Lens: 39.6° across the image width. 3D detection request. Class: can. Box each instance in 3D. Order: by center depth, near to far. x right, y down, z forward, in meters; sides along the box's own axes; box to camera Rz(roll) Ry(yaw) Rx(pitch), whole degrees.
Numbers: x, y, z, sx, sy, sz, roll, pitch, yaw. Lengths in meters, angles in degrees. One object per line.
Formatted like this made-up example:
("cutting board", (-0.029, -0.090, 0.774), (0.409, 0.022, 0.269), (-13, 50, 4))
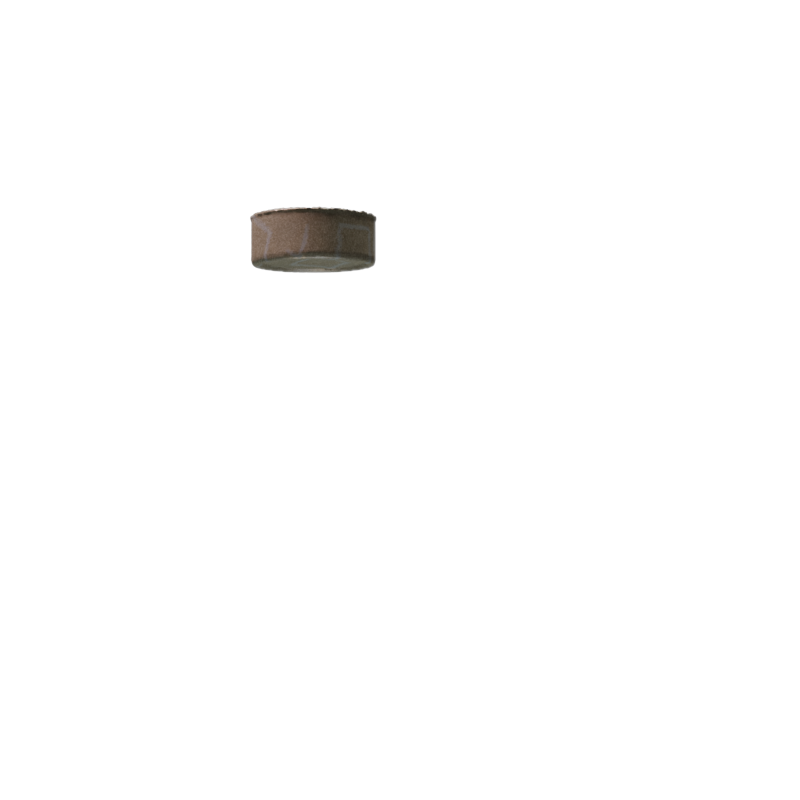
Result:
("can", (-0.059, -0.107, 0.750), (0.086, 0.034, 0.085), (0, -1, -2))
